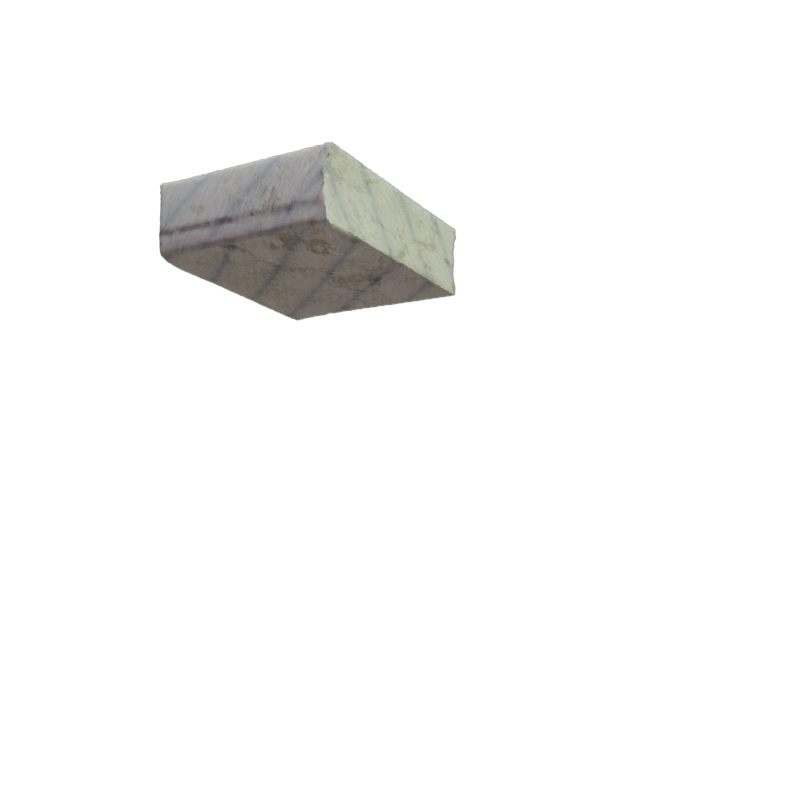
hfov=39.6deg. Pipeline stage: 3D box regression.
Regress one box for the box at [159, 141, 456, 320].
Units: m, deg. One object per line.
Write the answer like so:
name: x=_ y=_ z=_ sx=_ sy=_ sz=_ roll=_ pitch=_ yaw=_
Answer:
box: x=-0.039 y=-0.071 z=0.494 sx=0.092 sy=0.040 sz=0.107 roll=-8 pitch=-15 yaw=30
